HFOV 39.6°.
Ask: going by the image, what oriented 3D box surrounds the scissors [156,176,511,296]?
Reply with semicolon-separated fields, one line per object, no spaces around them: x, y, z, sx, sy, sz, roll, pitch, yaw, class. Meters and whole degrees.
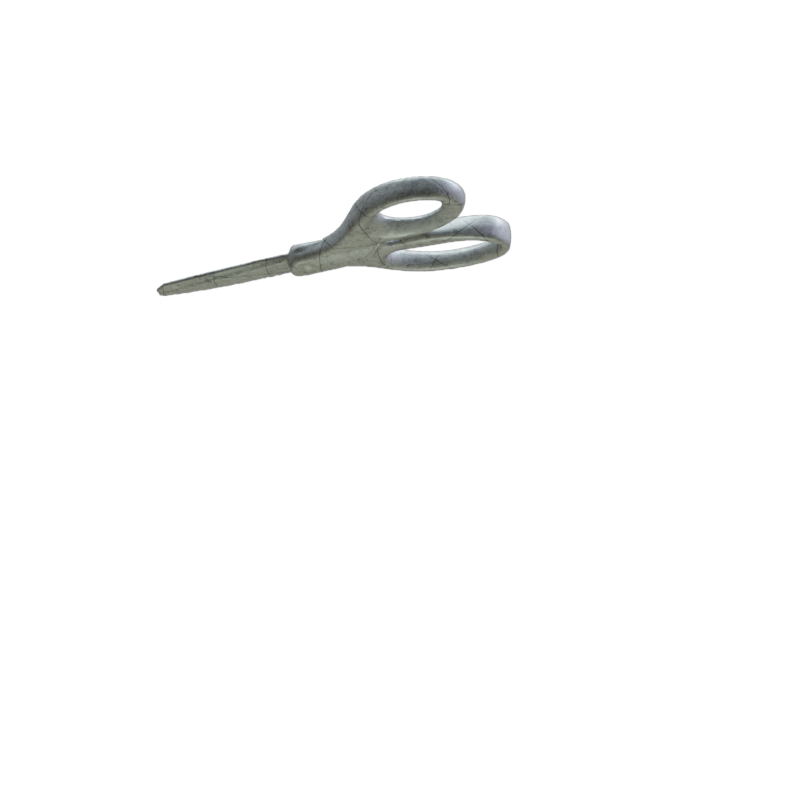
-0.045;-0.082;0.576;0.204;0.017;0.090;-4;-20;10;scissors
